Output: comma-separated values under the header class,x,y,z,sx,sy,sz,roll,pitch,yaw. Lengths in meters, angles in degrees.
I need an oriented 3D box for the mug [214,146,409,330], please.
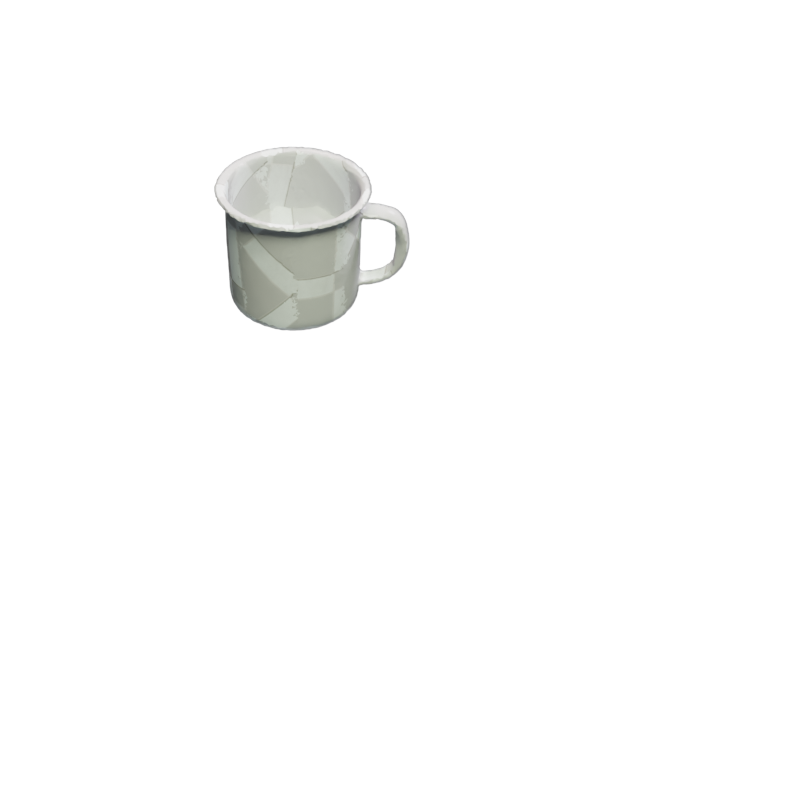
class,x,y,z,sx,sy,sz,roll,pitch,yaw
mug,-0.053,-0.097,0.678,0.117,0.076,0.100,1,39,0
